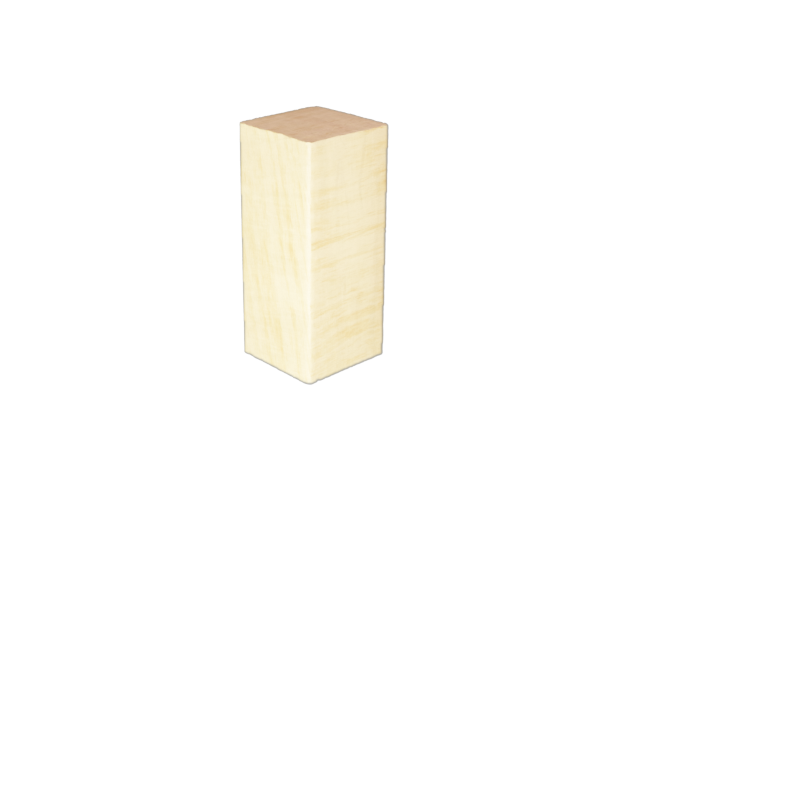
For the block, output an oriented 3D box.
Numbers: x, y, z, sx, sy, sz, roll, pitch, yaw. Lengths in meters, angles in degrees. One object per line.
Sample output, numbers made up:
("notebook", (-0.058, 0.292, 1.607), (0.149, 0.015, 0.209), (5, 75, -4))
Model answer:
("block", (-0.073, -0.133, 0.933), (0.096, 0.196, 0.089), (22, 30, 40))
